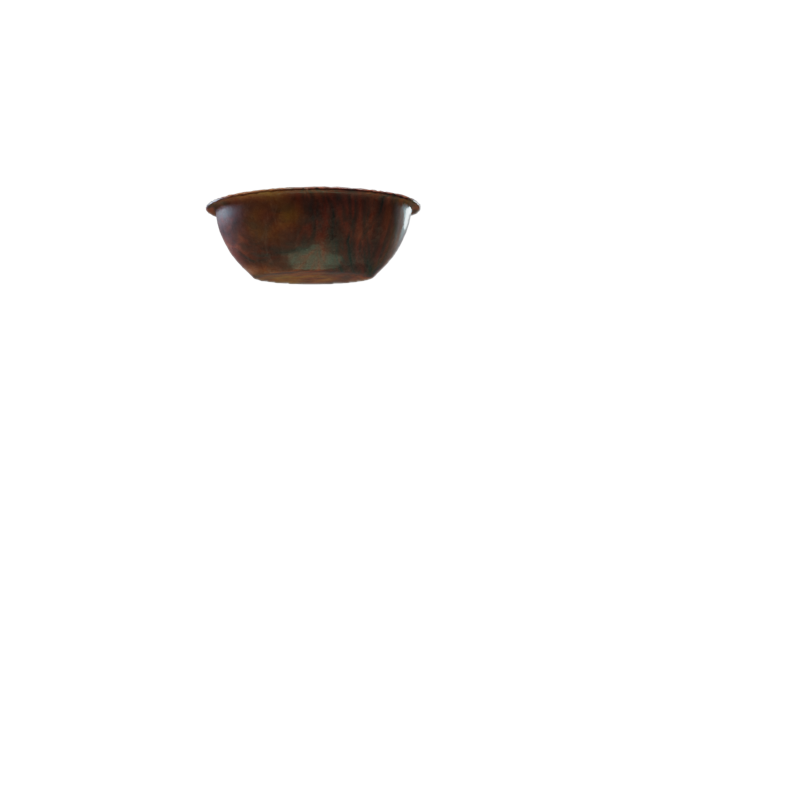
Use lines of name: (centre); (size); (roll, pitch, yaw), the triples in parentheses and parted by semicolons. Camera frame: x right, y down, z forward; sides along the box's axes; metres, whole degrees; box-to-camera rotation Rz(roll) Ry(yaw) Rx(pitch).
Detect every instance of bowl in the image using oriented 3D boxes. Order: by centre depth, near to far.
bowl: (-0.065, -0.119, 0.832); (0.162, 0.056, 0.160); (0, -1, -2)
